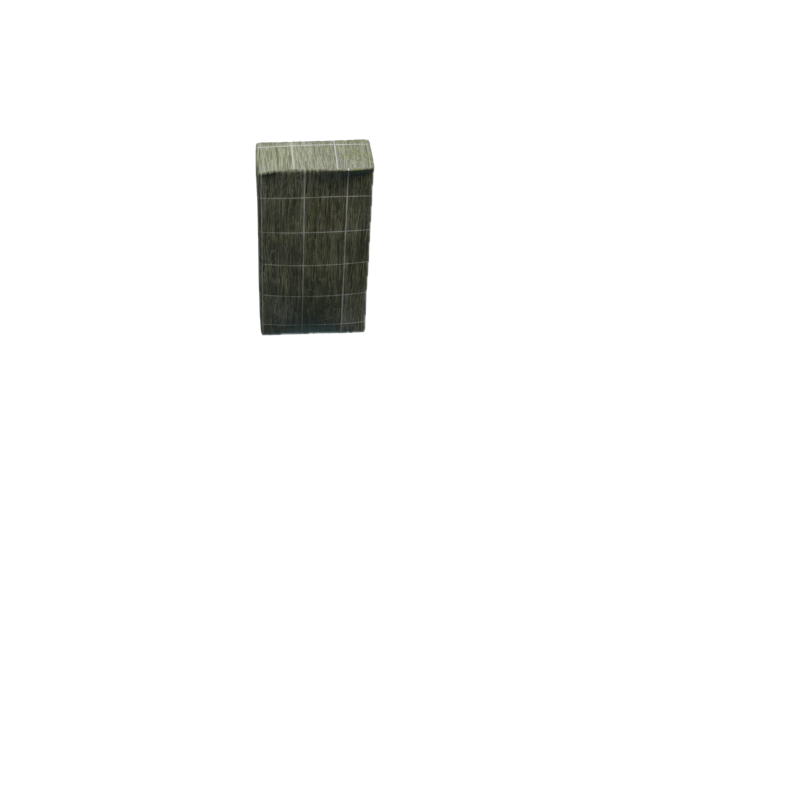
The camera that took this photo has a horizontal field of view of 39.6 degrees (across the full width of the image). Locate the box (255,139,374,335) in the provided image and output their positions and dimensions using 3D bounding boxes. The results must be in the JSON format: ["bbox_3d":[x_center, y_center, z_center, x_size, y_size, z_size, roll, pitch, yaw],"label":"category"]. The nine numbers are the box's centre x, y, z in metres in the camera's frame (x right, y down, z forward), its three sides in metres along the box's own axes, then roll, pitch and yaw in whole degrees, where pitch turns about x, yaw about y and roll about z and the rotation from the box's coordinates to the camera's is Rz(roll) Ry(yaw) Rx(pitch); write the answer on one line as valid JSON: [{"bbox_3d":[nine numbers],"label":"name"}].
[{"bbox_3d":[-0.072,-0.130,0.913,0.093,0.052,0.164,-2,-44,-5],"label":"box"}]
